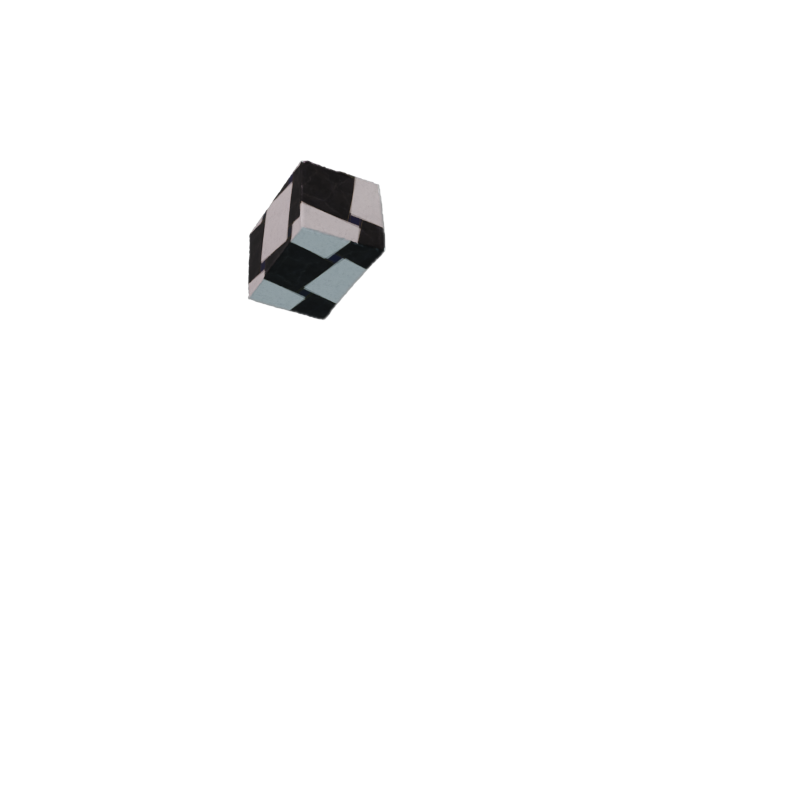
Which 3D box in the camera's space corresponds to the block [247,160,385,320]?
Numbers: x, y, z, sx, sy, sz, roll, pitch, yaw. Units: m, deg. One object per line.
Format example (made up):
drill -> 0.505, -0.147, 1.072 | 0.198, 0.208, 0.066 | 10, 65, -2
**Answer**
block -> -0.050, -0.092, 0.644 | 0.051, 0.055, 0.076 | 16, -37, -25
